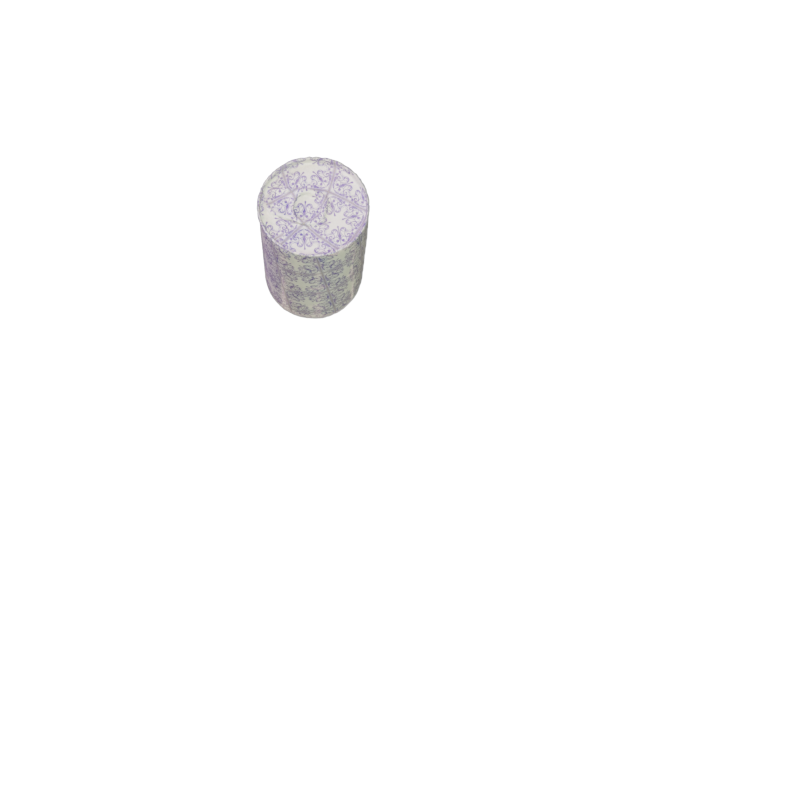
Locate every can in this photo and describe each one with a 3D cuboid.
[{"bbox_3d":[-0.056,-0.101,0.710,0.068,0.072,0.097,0,-21,-3],"label":"can"}]
